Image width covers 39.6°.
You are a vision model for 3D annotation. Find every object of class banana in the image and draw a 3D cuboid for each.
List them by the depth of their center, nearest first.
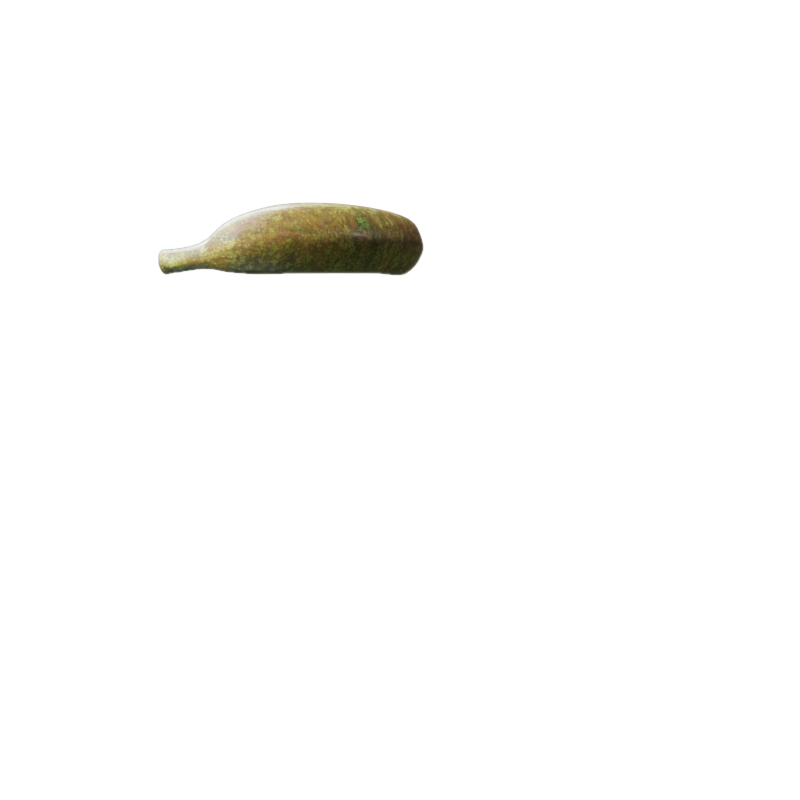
[{"bbox_3d":[-0.035,-0.085,0.595,0.072,0.037,0.191,3,7,38],"label":"banana"}]
